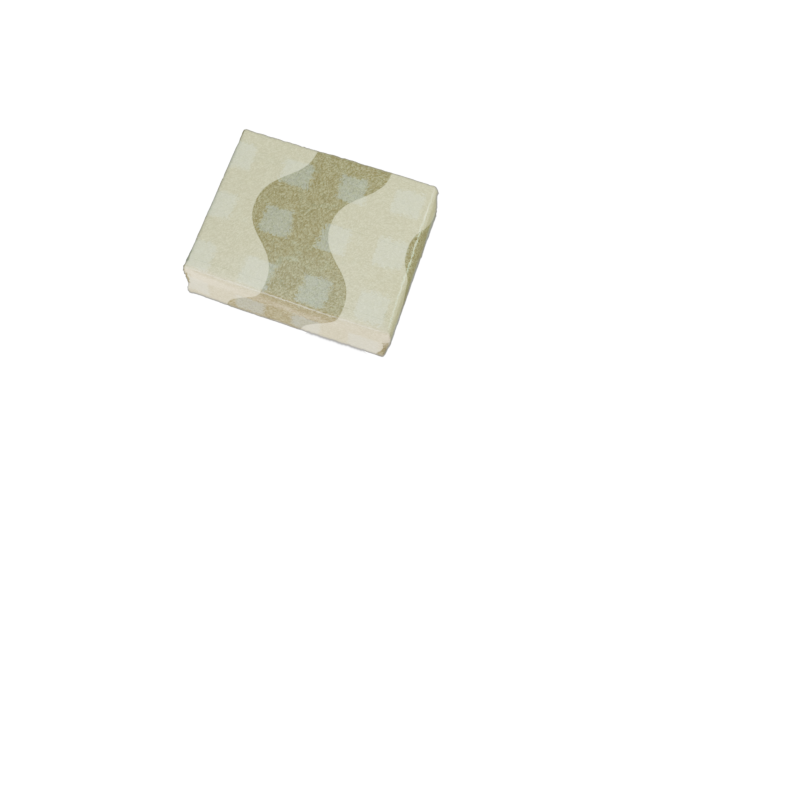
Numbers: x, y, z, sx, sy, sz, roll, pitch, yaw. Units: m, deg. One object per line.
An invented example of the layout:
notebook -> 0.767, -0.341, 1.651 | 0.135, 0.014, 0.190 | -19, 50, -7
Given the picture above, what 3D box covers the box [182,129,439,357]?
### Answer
box -> -0.046, -0.084, 0.585 | 0.115, 0.094, 0.037 | 16, -26, 8
